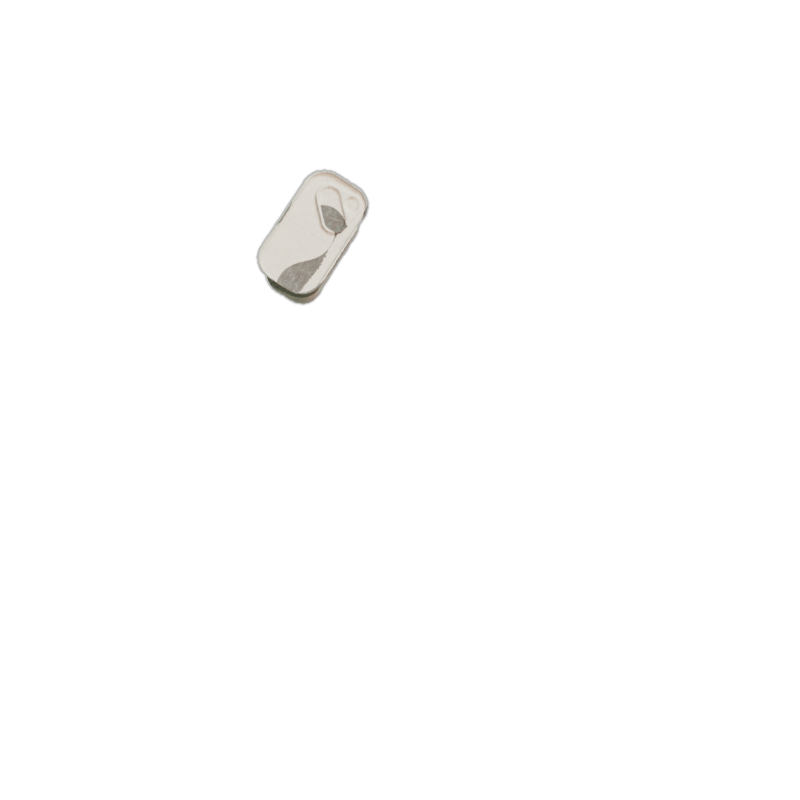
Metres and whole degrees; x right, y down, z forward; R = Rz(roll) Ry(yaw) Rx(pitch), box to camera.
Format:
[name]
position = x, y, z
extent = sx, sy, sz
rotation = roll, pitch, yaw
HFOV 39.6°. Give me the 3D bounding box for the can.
[can]
position = -0.073, -0.133, 0.932
extent = 0.058, 0.103, 0.082
rotation = 32, -8, 1
